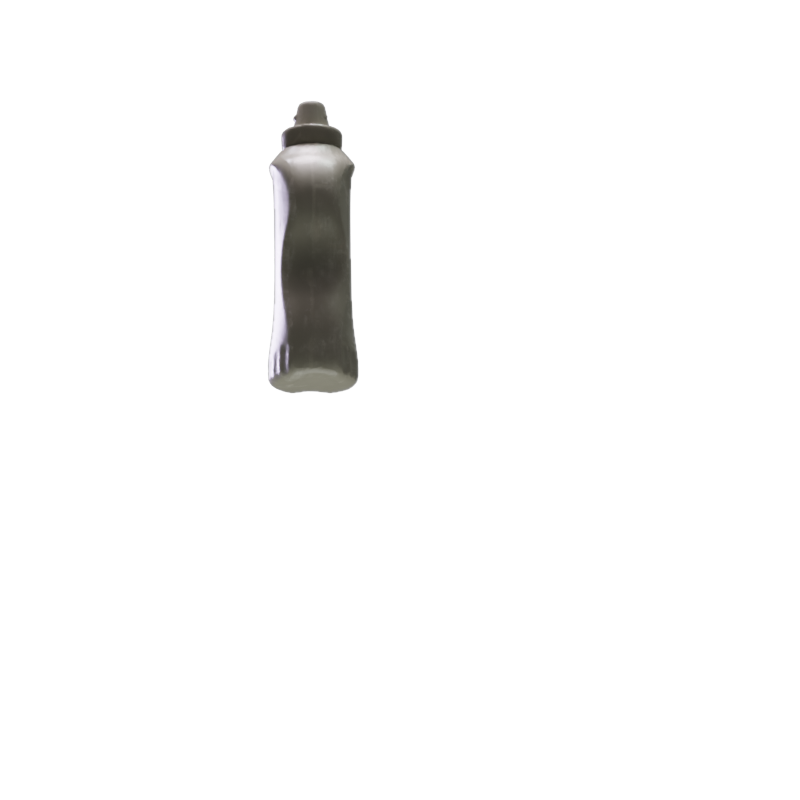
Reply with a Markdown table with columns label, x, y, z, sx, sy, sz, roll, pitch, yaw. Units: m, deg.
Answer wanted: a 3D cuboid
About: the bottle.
| label | x | y | z | sx | sy | sz | roll | pitch | yaw |
| --- | --- | --- | --- | --- | --- | --- | --- | --- | --- |
| bottle | -0.058 | -0.104 | 0.731 | 0.058 | 0.198 | 0.093 | 0 | -12 | -3 |
